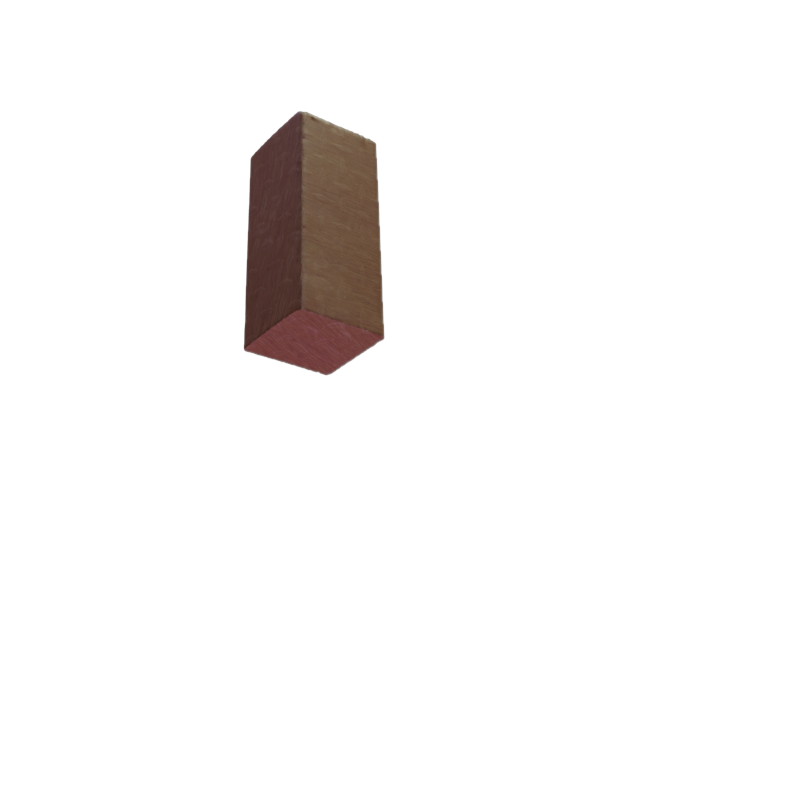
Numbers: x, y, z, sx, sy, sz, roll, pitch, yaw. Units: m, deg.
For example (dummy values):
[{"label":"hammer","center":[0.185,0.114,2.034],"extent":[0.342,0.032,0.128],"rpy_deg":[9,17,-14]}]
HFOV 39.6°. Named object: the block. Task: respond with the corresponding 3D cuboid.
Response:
[{"label":"block","center":[-0.077,-0.142,0.991],"extent":[0.086,0.220,0.089],"rpy_deg":[19,-36,-32]}]
